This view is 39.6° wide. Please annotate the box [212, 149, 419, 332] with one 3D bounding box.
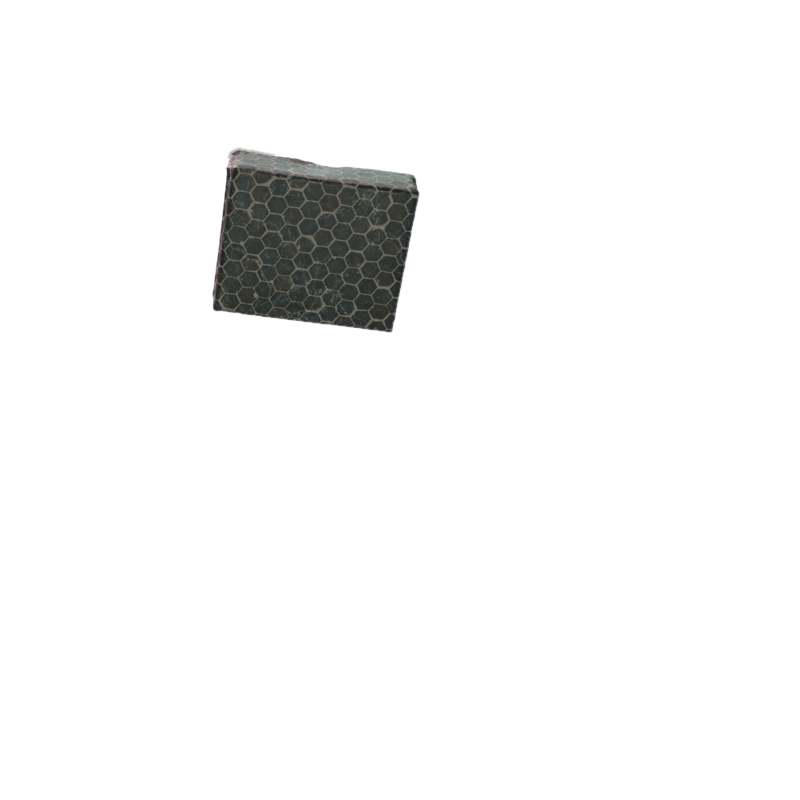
[{"bbox_3d":[-0.041,-0.075,0.525,0.089,0.070,0.032,8,23,-4],"label":"box"}]
